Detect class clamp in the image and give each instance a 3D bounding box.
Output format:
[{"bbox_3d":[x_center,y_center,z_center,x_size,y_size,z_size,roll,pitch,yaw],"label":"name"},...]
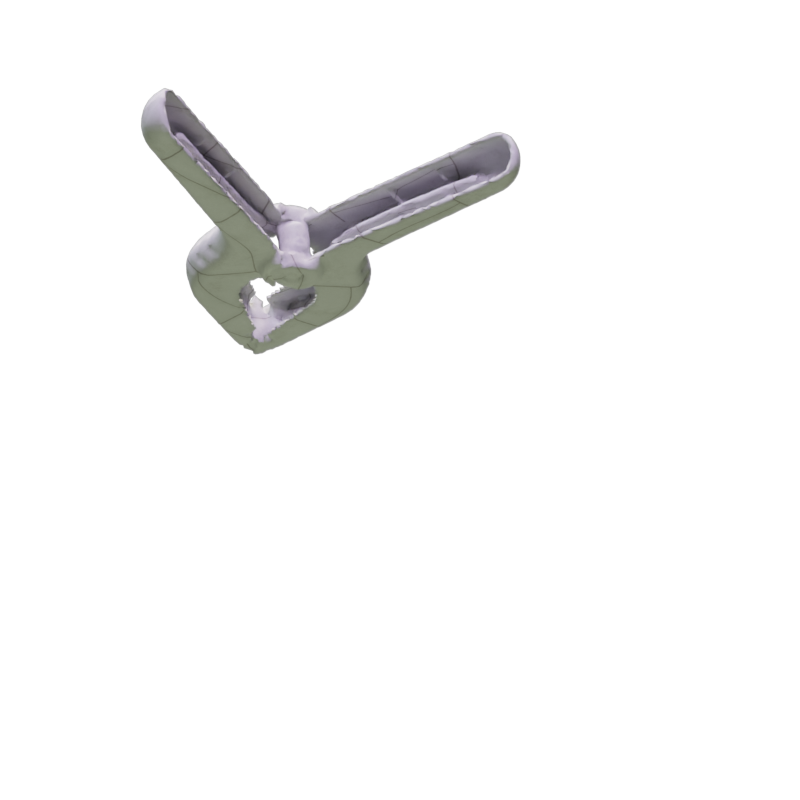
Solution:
[{"bbox_3d":[-0.043,-0.078,0.544,0.163,0.039,0.200,4,-25,-8],"label":"clamp"}]
